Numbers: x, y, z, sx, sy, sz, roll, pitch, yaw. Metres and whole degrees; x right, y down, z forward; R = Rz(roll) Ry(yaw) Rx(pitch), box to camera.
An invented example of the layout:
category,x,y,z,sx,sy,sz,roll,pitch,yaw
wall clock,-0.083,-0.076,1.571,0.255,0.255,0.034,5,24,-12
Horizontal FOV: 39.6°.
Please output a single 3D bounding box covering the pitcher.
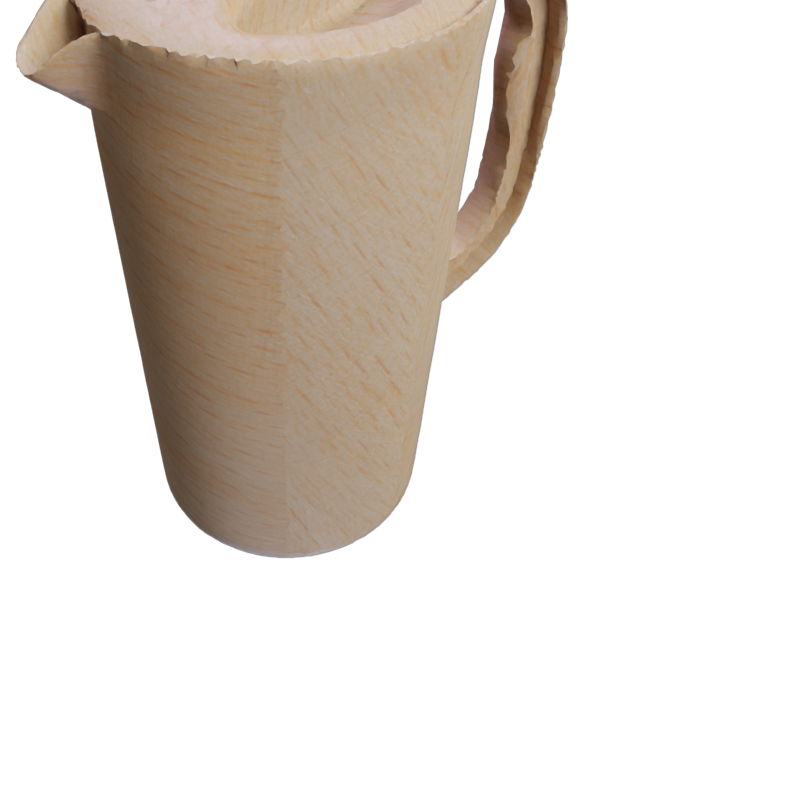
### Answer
category,x,y,z,sx,sy,sz,roll,pitch,yaw
pitcher,-0.032,-0.059,0.412,0.153,0.226,0.152,13,43,11
